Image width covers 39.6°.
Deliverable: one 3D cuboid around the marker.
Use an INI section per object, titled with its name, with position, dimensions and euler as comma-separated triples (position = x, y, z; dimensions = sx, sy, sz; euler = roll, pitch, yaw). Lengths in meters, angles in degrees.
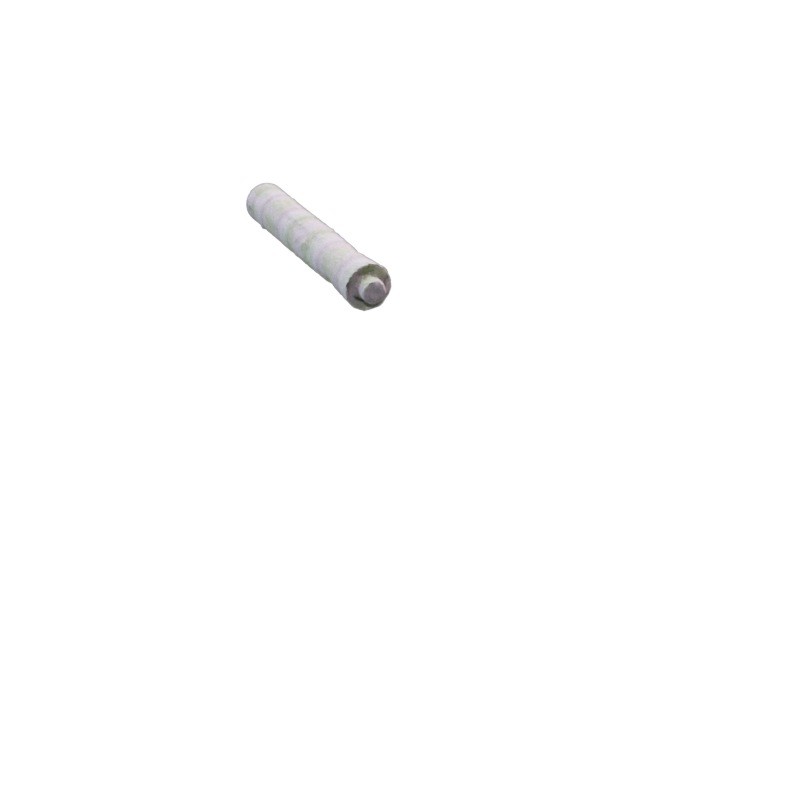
[marker]
position = -0.036, -0.065, 0.455
dimensions = 0.019, 0.019, 0.129
euler = -2, 25, -25
